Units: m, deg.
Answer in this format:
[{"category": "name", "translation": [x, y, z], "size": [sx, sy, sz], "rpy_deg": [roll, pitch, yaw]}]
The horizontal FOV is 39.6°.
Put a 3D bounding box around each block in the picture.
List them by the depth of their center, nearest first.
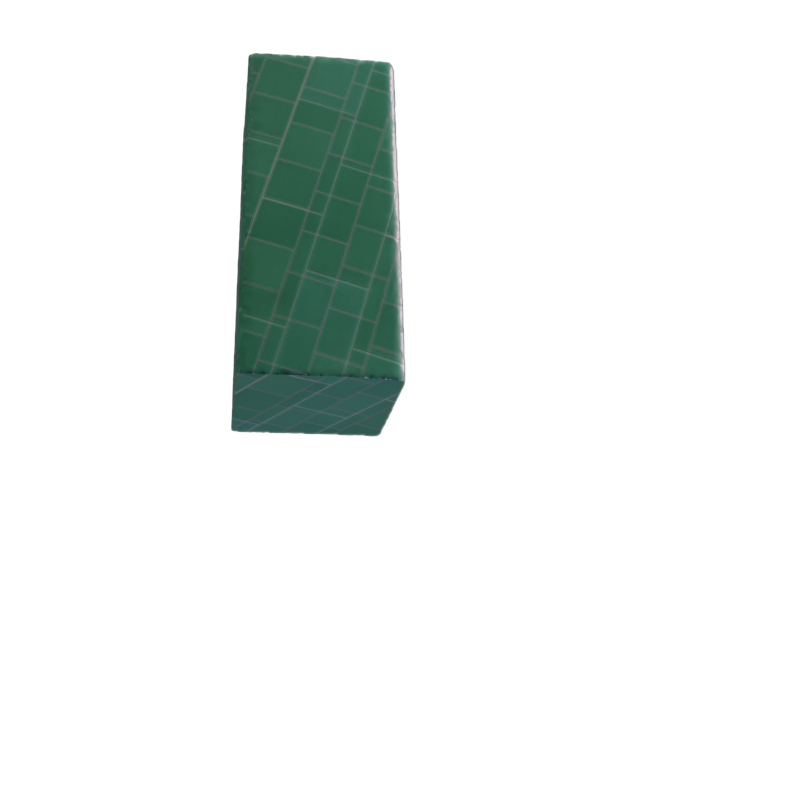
[{"category": "block", "translation": [-0.051, -0.093, 0.654], "size": [0.089, 0.219, 0.086], "rpy_deg": [2, -27, -8]}]
